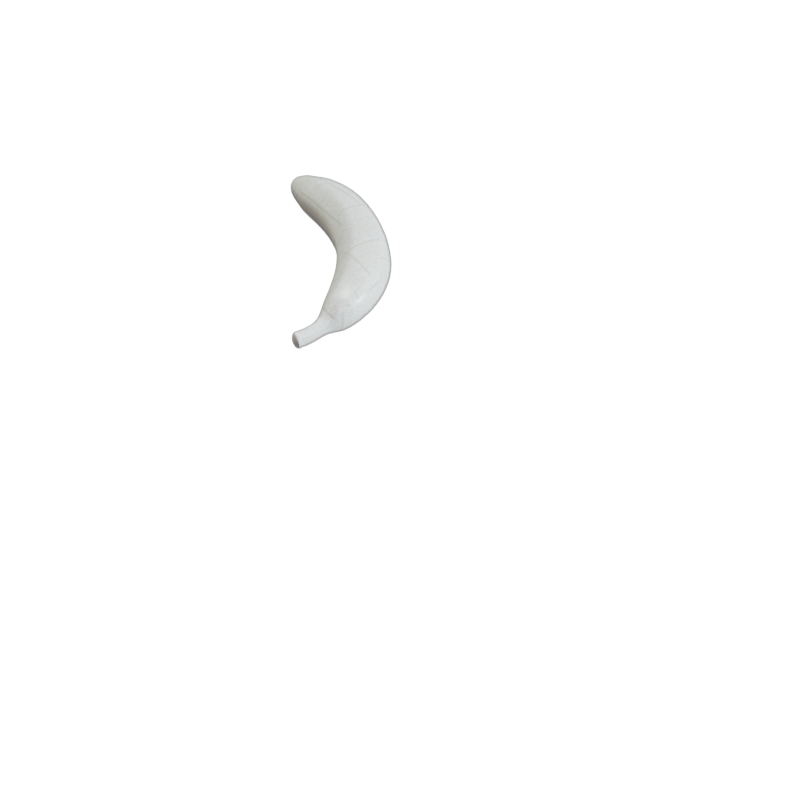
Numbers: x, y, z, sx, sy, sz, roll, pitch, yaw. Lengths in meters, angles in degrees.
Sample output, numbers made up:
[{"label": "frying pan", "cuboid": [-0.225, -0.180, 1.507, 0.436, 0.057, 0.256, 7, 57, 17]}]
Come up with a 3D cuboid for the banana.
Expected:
[{"label": "banana", "cuboid": [-0.043, -0.110, 0.782, 0.069, 0.034, 0.212, -2, 38, -3]}]
